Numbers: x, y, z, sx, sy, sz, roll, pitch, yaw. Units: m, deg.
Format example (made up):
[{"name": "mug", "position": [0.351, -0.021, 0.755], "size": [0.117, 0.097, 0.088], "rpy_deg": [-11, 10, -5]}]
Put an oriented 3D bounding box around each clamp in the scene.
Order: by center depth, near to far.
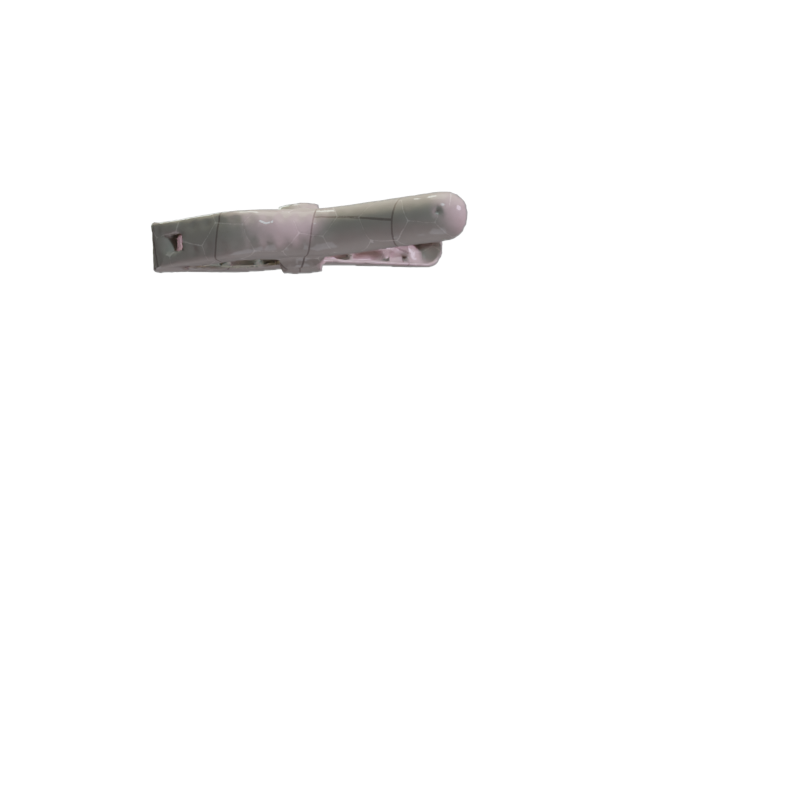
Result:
[{"name": "clamp", "position": [-0.048, -0.088, 0.617], "size": [0.173, 0.040, 0.116], "rpy_deg": [-1, -8, 7]}]
